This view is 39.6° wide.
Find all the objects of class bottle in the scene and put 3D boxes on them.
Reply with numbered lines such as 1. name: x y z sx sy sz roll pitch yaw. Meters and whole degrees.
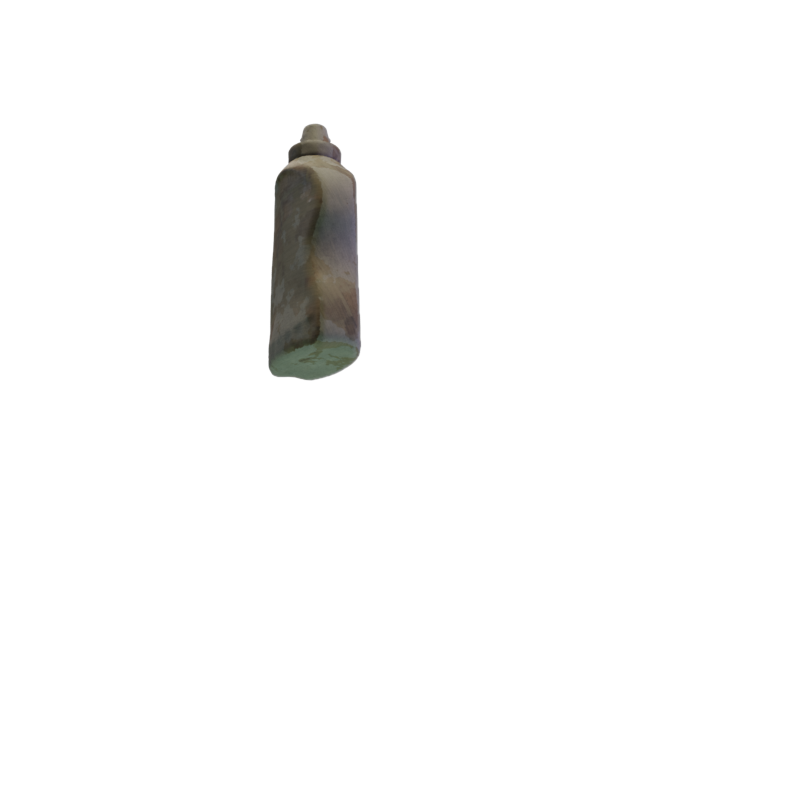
1. bottle: -0.064 -0.118 0.825 0.056 0.201 0.094 8 -22 -22
